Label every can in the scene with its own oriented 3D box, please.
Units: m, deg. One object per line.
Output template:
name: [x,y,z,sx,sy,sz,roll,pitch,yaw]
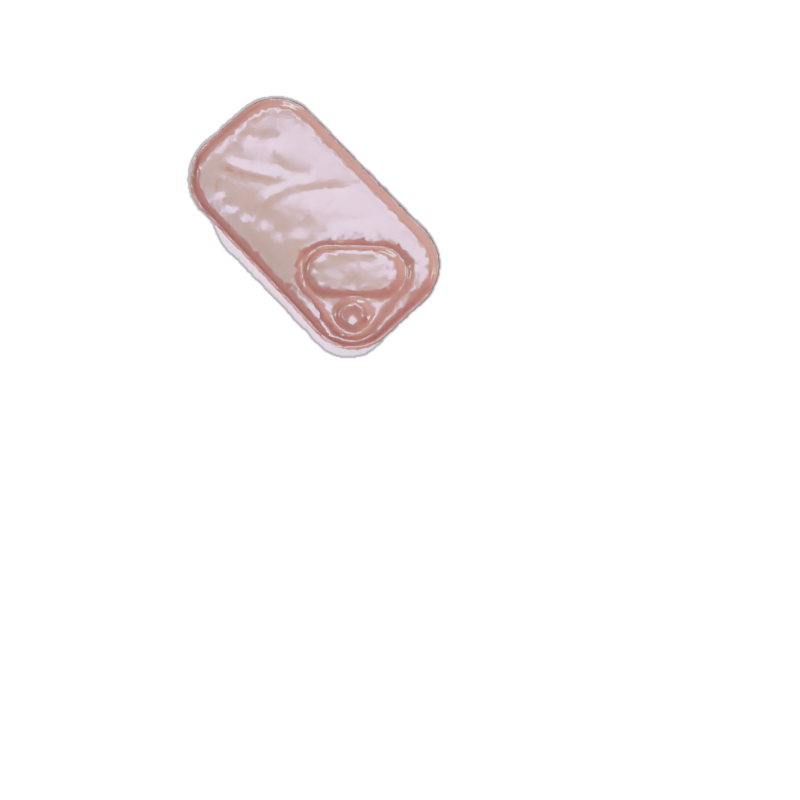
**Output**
can: [-0.036,-0.066,0.460,0.058,0.104,0.082,-43,-5,-6]
